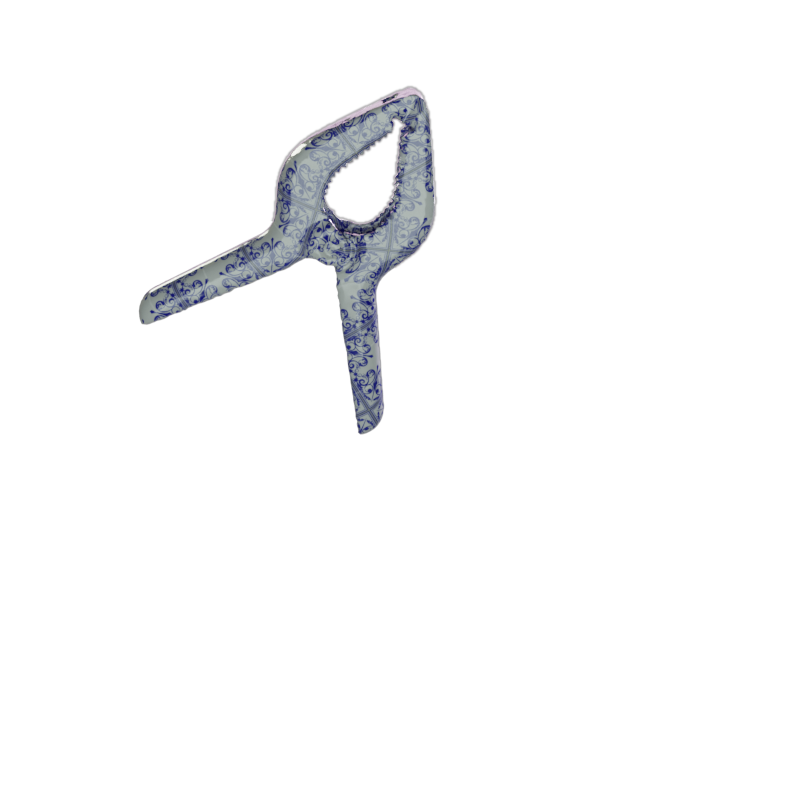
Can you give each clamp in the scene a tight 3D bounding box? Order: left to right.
[{"bbox_3d":[-0.051,-0.094,0.657,0.162,0.204,0.038,22,18,-8],"label":"clamp"}]
